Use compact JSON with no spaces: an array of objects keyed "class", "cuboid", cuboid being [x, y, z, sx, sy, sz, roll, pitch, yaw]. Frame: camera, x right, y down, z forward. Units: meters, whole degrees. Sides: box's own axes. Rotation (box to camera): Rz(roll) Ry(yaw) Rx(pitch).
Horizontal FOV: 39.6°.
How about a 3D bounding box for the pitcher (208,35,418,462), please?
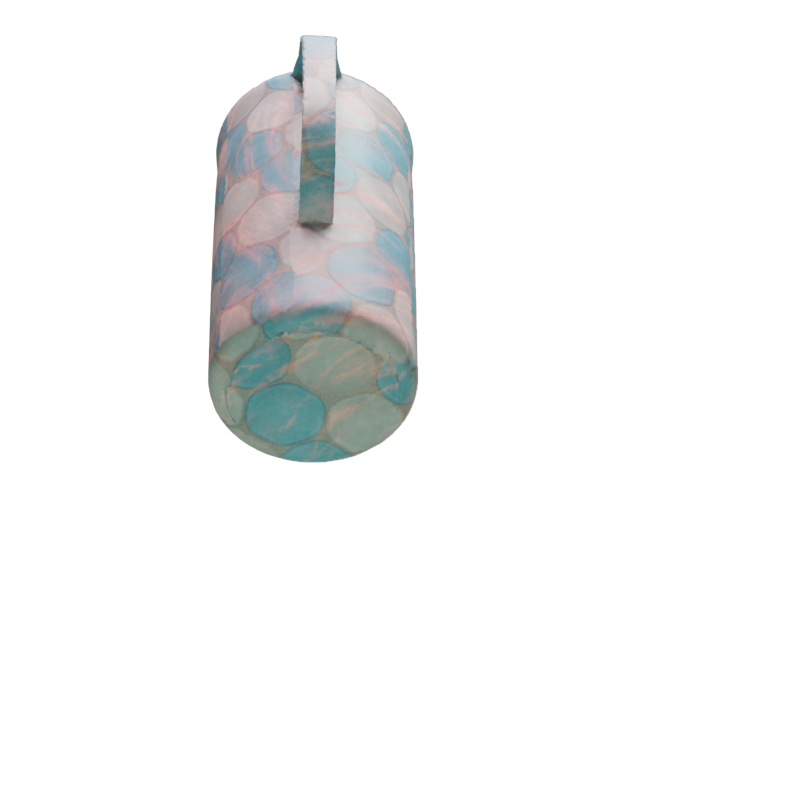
[{"class":"pitcher","cuboid":[-0.051,-0.093,0.651,0.144,0.260,0.140,-35,-57,23]}]
